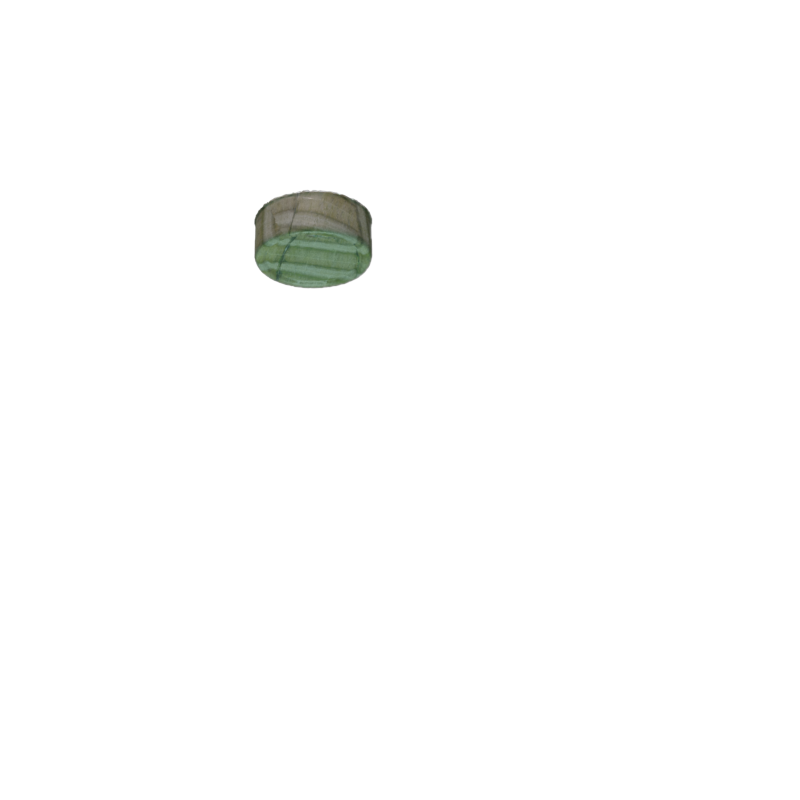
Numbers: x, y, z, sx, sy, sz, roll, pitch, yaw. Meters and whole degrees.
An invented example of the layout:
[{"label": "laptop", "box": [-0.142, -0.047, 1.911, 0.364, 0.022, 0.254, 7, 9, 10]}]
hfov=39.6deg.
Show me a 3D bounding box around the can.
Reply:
[{"label": "can", "box": [-0.062, -0.114, 0.798, 0.086, 0.036, 0.081, 1, -25, -2]}]
